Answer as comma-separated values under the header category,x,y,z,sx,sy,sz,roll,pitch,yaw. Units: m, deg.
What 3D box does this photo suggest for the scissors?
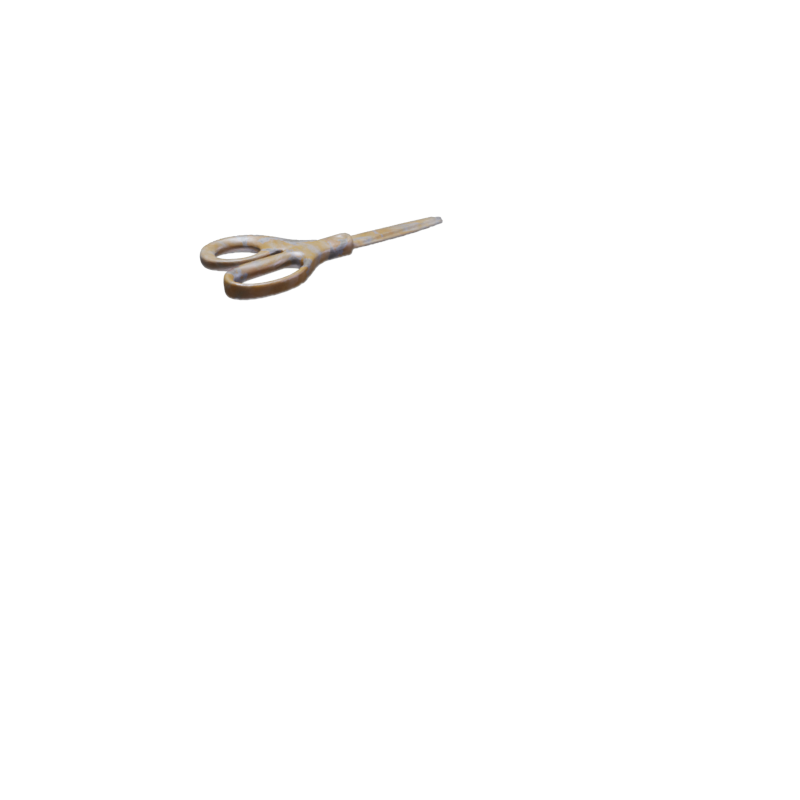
category,x,y,z,sx,sy,sz,roll,pitch,yaw
scissors,-0.065,-0.119,0.834,0.102,0.015,0.201,22,36,33
